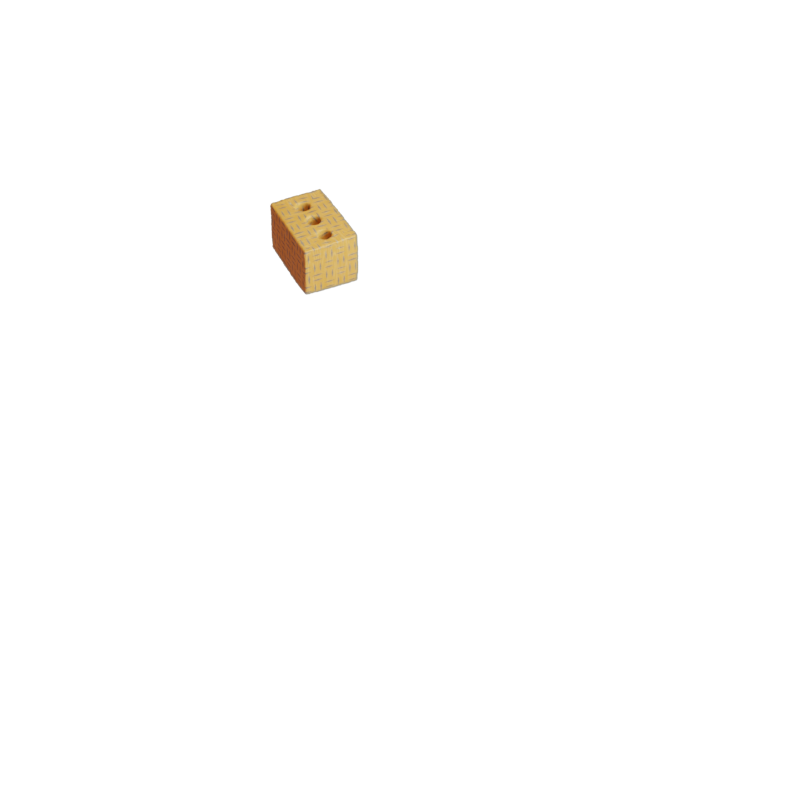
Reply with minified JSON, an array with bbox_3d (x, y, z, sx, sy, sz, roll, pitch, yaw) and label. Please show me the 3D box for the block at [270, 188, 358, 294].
[{"bbox_3d":[-0.078,-0.142,0.992,0.052,0.048,0.084,-19,47,-20],"label":"block"}]
